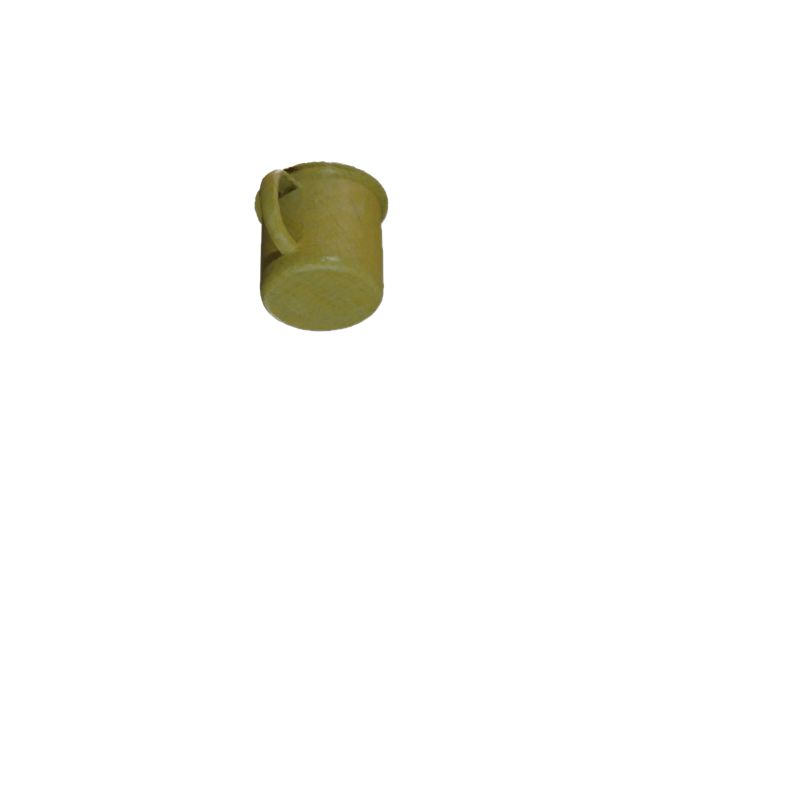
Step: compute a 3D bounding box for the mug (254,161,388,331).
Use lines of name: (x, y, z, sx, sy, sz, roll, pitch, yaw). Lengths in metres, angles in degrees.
mug: (-0.058, -0.105, 0.736, 0.094, 0.087, 0.108, -16, -36, 20)
